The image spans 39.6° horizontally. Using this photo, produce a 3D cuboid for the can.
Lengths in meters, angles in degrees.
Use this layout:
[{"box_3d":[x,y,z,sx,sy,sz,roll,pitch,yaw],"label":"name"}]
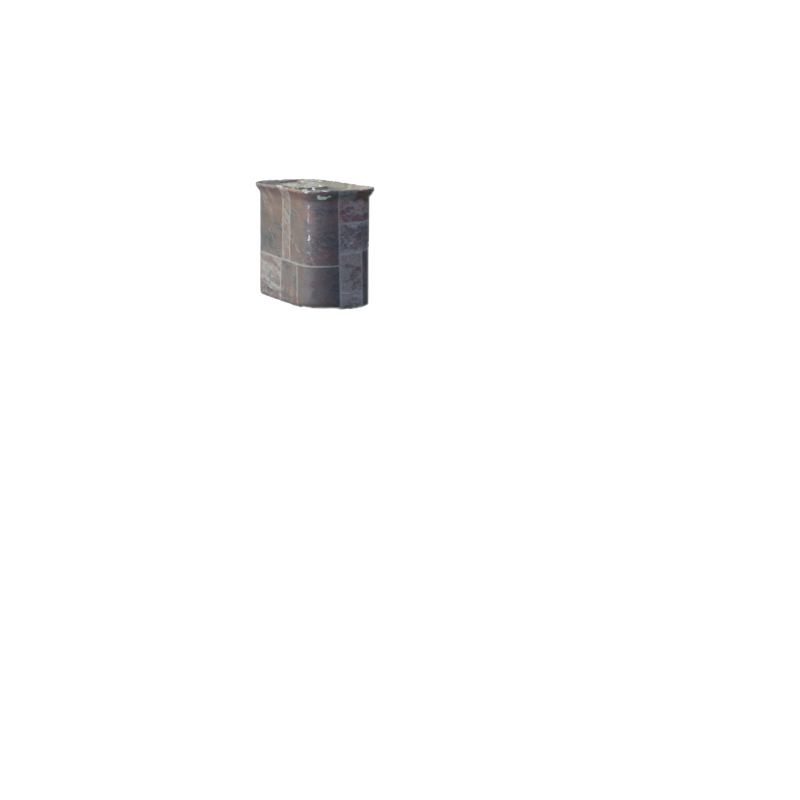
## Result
[{"box_3d":[-0.063,-0.114,0.800,0.056,0.082,0.107,-6,14,-31],"label":"can"}]
